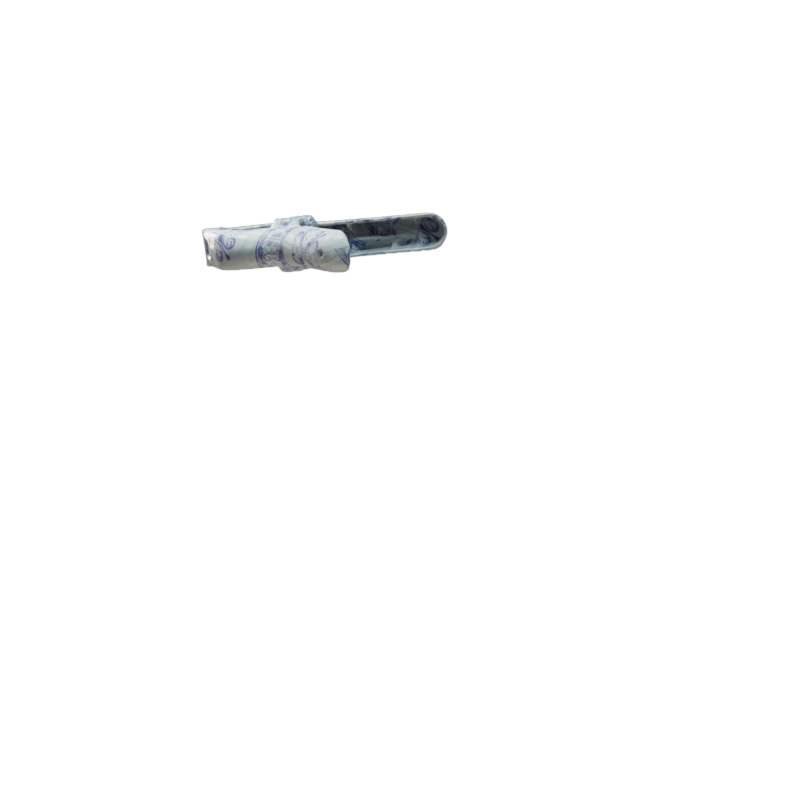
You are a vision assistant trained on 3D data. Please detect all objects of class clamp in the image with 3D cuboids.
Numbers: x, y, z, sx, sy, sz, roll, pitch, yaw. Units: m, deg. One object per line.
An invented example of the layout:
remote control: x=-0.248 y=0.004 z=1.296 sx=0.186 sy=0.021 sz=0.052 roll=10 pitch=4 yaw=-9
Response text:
clamp: x=-0.058 y=-0.105 z=0.738 sx=0.116 sy=0.039 sz=0.180 roll=-10 pitch=14 yaw=-44
